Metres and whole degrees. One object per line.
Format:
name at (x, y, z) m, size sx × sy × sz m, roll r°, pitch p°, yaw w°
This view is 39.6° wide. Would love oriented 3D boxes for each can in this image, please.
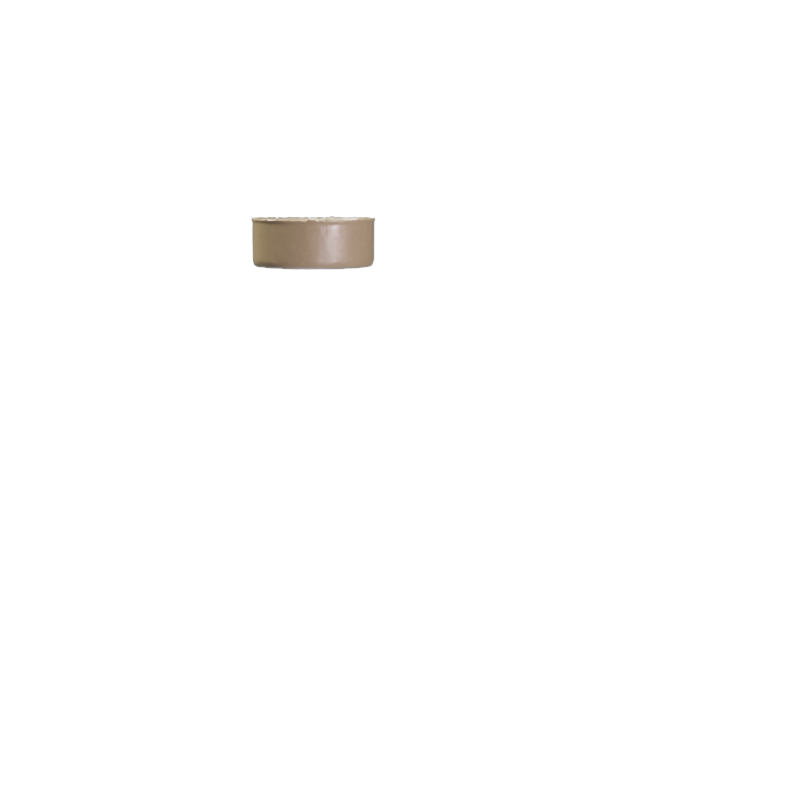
can at (-0.060, -0.110, 0.768) m, size 0.086 × 0.033 × 0.087 m, roll 0°, pitch 10°, yaw -2°
